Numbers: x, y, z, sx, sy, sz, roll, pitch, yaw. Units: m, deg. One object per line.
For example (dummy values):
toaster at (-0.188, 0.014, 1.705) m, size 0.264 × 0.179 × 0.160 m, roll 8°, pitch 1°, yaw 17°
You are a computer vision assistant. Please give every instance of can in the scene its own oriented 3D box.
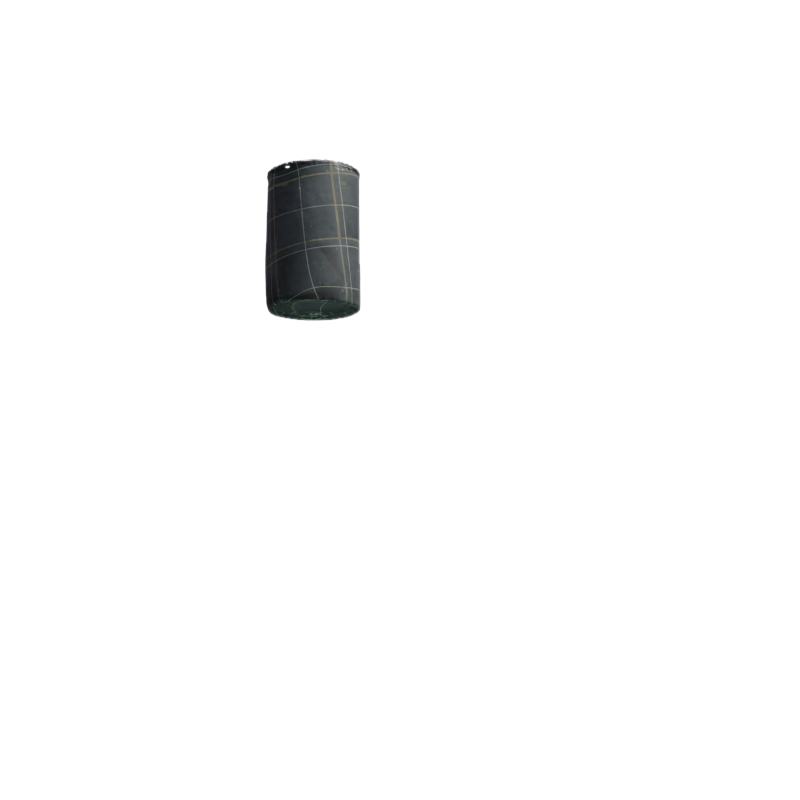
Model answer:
can at (-0.062, -0.114, 0.796) m, size 0.068 × 0.106 × 0.066 m, roll 0°, pitch -14°, yaw -2°
